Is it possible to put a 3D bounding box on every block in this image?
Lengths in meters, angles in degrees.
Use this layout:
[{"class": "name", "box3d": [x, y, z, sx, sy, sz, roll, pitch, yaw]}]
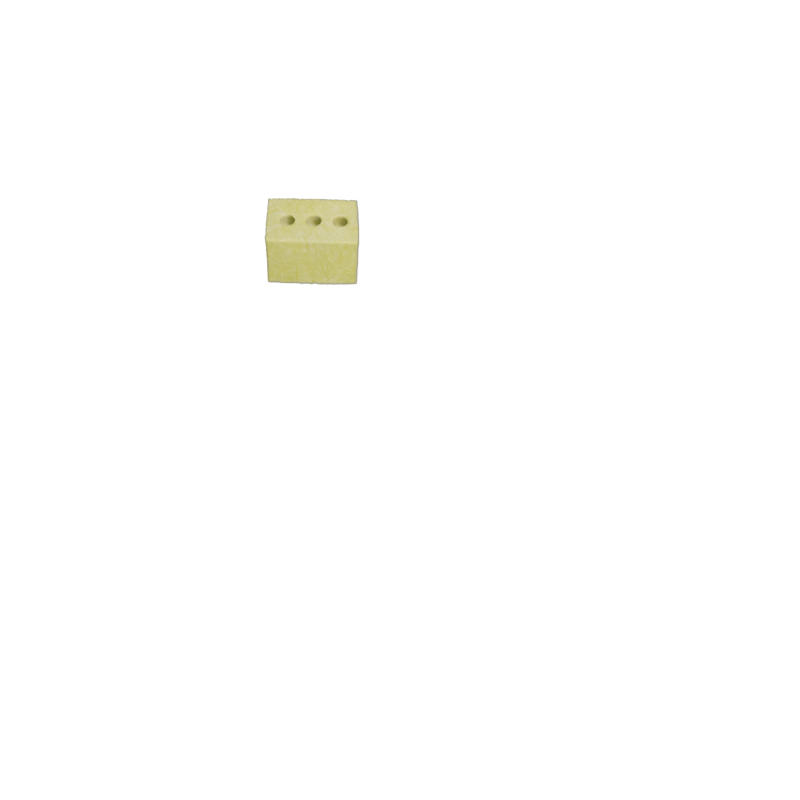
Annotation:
[{"class": "block", "box3d": [-0.073, -0.133, 0.929, 0.078, 0.057, 0.048, 1, -42, 0]}]
